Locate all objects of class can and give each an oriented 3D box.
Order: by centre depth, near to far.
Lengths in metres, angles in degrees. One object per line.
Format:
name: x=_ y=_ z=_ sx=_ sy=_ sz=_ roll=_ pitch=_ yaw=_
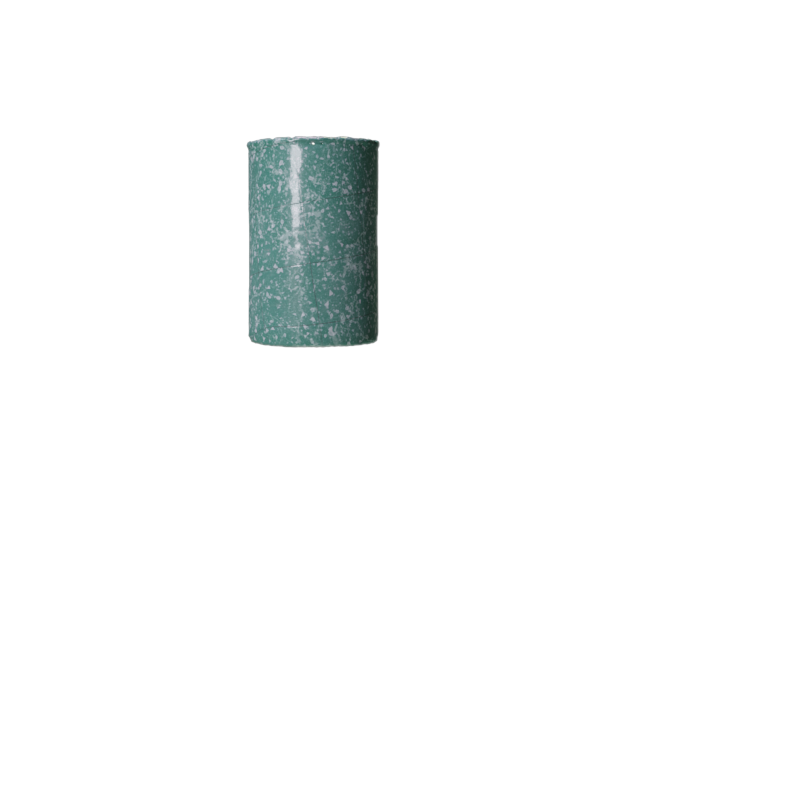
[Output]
can: x=-0.044 y=-0.081 z=0.566 sx=0.068 sy=0.102 sz=0.069 roll=0 pitch=3 yaw=-2
